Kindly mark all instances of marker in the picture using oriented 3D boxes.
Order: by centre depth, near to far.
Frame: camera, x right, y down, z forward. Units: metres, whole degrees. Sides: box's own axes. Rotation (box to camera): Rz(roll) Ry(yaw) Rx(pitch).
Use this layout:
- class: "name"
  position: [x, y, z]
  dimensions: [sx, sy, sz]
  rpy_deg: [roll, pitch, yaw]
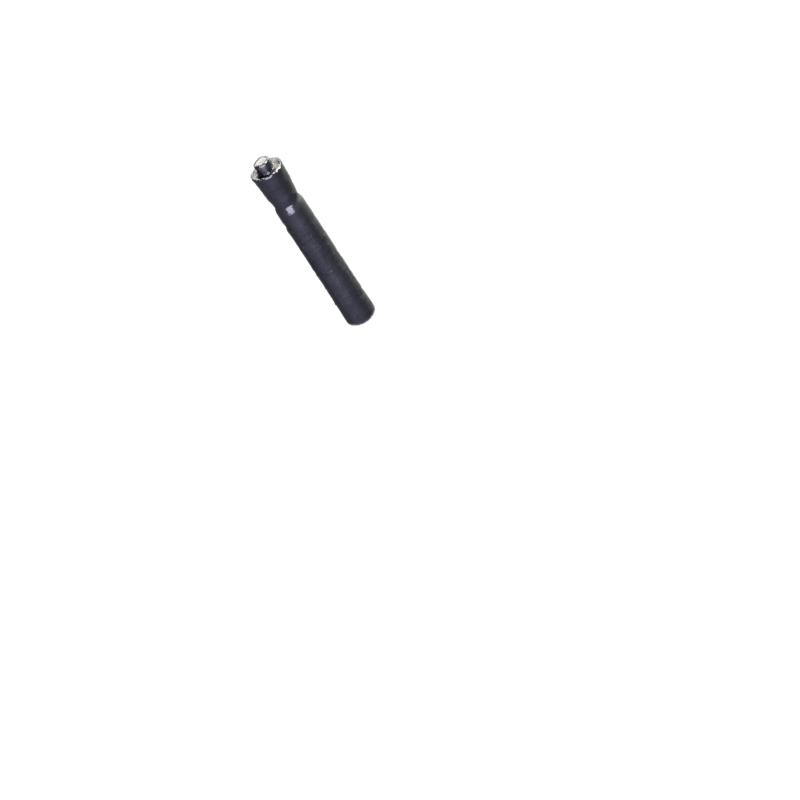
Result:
- class: "marker"
  position: [-0.048, -0.088, 0.618]
  dimensions: [0.020, 0.112, 0.021]
  rpy_deg: [-22, 37, 16]
